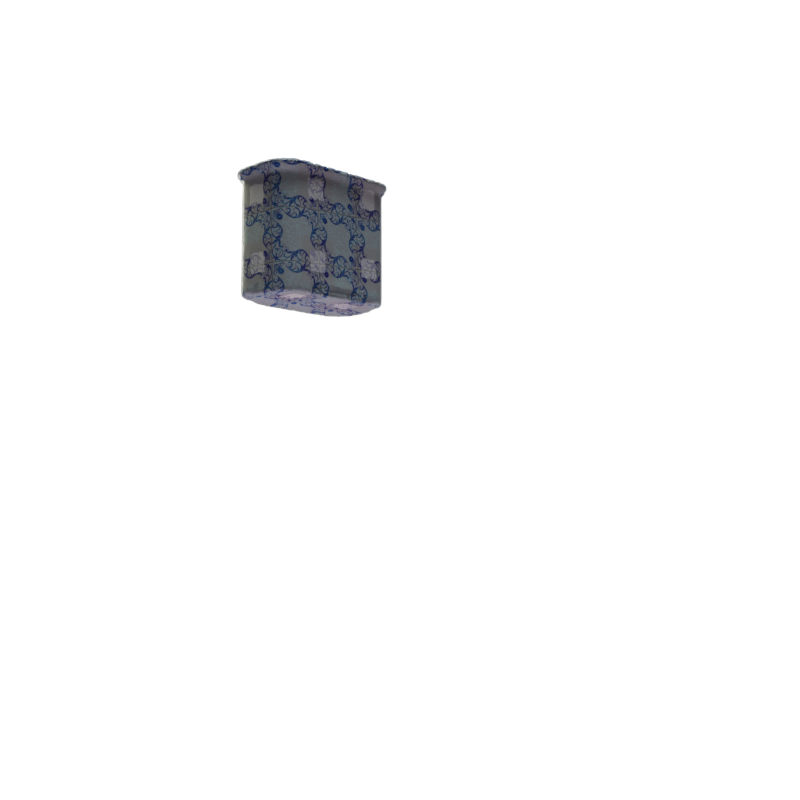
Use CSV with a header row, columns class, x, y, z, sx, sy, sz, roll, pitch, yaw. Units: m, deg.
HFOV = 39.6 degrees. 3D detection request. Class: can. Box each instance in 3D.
class,x,y,z,sx,sy,sz,roll,pitch,yaw
can,-0.056,-0.103,0.720,0.097,0.086,0.059,9,-15,-44
